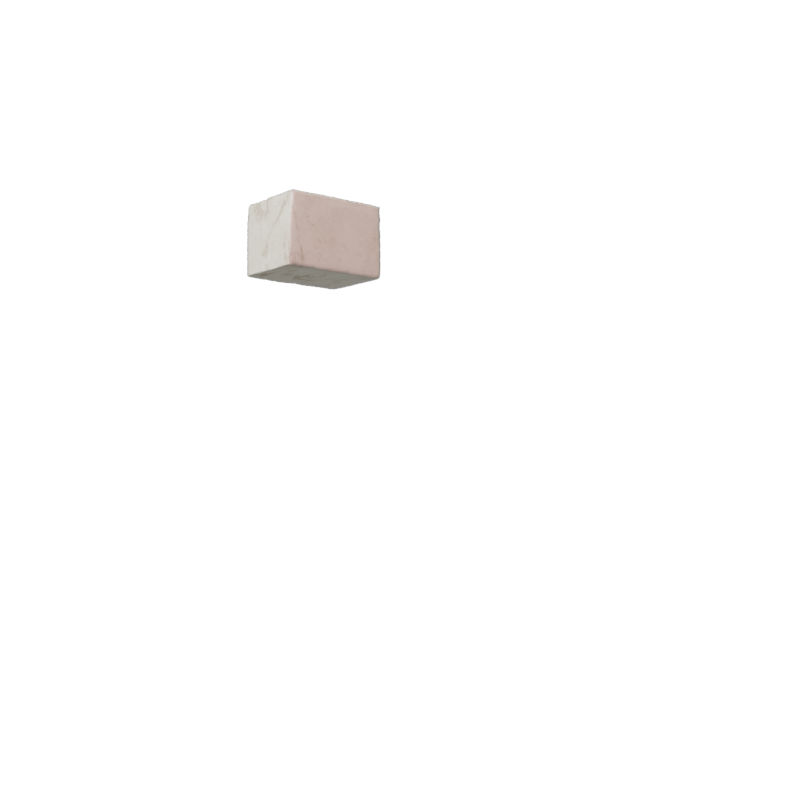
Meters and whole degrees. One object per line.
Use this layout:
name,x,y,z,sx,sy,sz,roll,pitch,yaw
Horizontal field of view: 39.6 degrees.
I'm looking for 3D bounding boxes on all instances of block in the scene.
block,-0.059,-0.108,0.754,0.074,0.053,0.054,6,-11,-39
